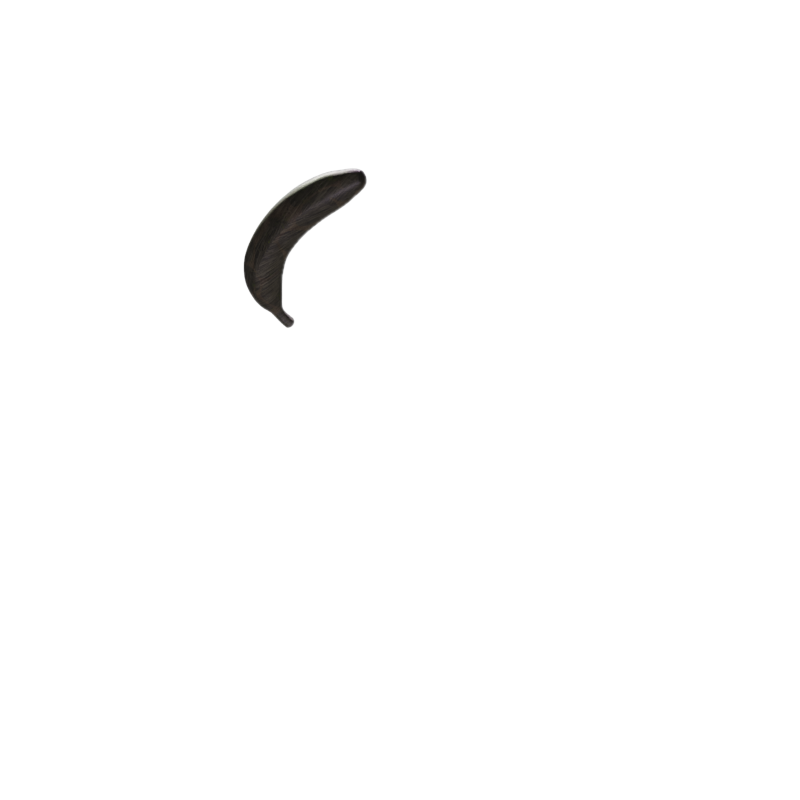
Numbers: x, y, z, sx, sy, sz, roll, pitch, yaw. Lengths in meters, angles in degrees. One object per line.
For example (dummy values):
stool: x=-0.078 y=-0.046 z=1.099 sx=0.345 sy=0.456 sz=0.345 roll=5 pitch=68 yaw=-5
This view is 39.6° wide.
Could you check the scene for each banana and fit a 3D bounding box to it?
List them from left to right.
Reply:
banana: x=-0.097 y=-0.144 z=0.995 sx=0.067 sy=0.039 sz=0.190 roll=16 pitch=-44 yaw=-18
